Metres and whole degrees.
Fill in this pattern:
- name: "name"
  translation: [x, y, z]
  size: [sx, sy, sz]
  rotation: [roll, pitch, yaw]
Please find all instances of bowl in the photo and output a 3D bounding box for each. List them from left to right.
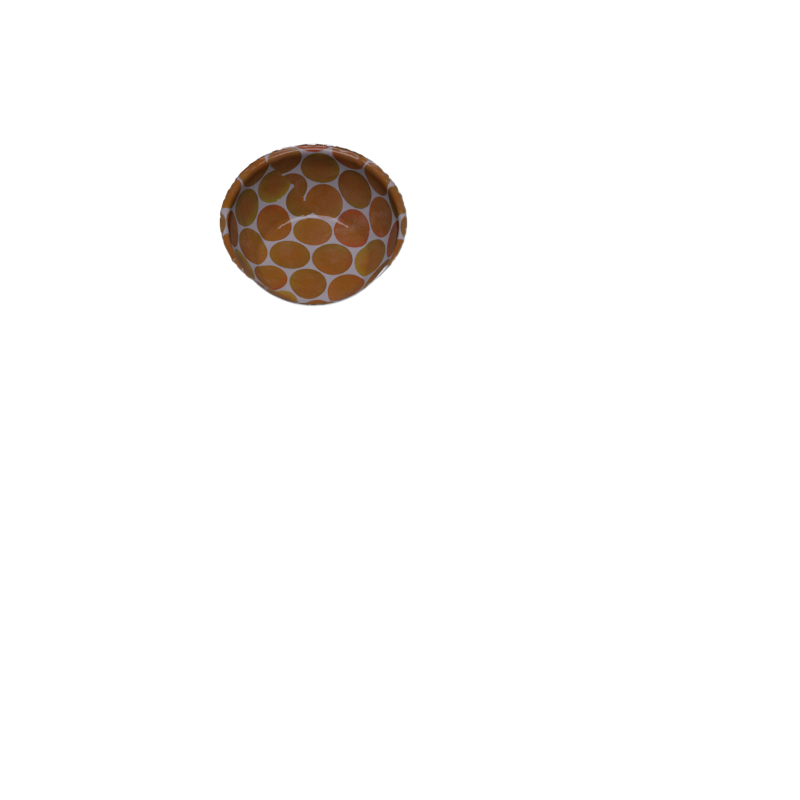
- name: "bowl"
  translation: [-0.073, -0.134, 0.937]
  size: [0.162, 0.151, 0.059]
  rotation: [1, 38, -1]
